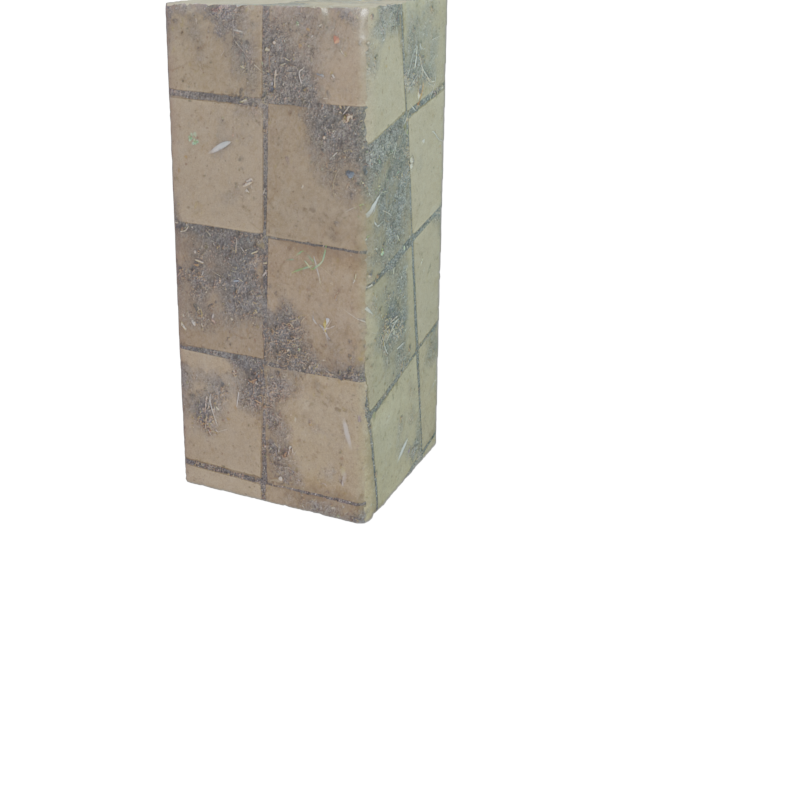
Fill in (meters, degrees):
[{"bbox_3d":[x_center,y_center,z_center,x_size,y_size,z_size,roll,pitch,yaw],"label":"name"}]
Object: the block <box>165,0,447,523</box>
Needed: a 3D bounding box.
[{"bbox_3d":[-0.038,-0.068,0.477,0.094,0.198,0.091,9,19,22],"label":"block"}]
